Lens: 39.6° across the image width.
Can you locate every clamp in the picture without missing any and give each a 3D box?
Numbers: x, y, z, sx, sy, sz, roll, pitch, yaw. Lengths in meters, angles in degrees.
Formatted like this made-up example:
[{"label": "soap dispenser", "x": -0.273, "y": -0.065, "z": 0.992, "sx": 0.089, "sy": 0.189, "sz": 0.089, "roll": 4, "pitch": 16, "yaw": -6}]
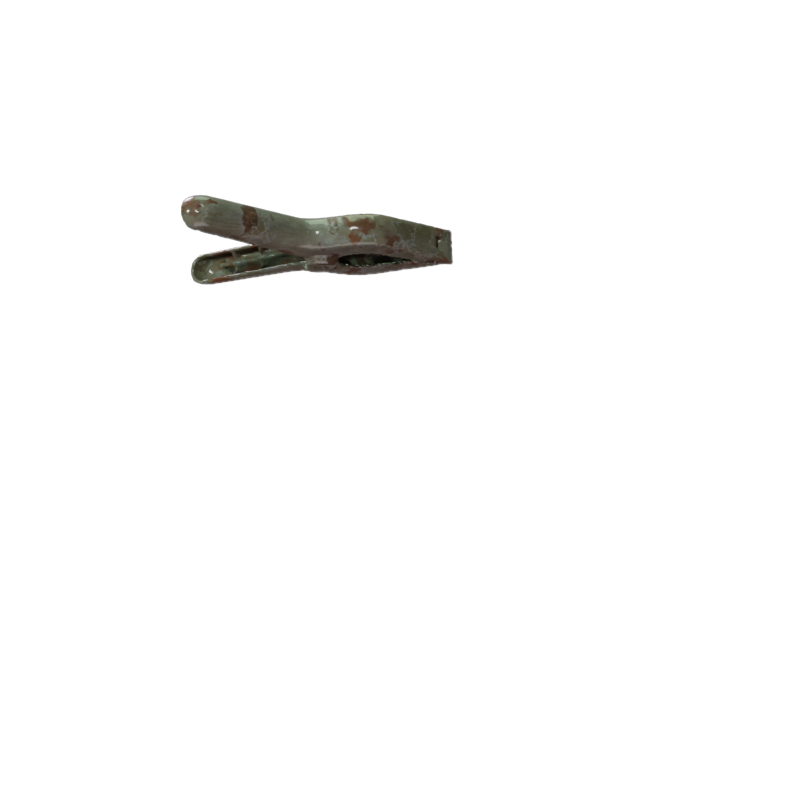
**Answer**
[{"label": "clamp", "x": -0.065, "y": -0.119, "z": 0.833, "sx": 0.211, "sy": 0.037, "sz": 0.159, "roll": 0, "pitch": -9, "yaw": 2}]
